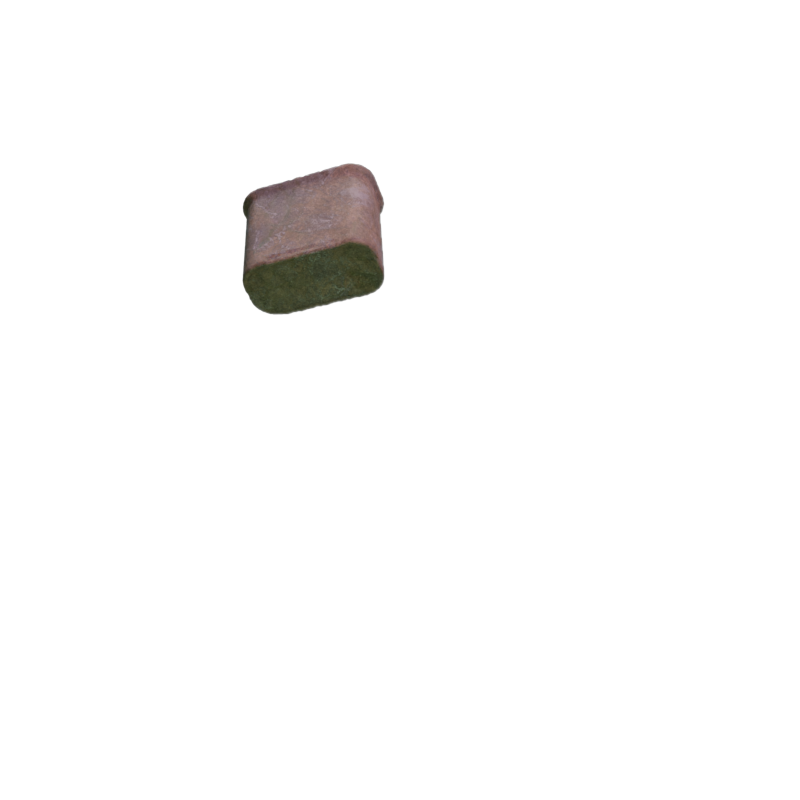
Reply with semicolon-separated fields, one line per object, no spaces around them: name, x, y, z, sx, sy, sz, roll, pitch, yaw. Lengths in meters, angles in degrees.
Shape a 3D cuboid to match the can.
can;-0.062;-0.113;0.790;0.103;0.090;0.053;-14;-46;12
